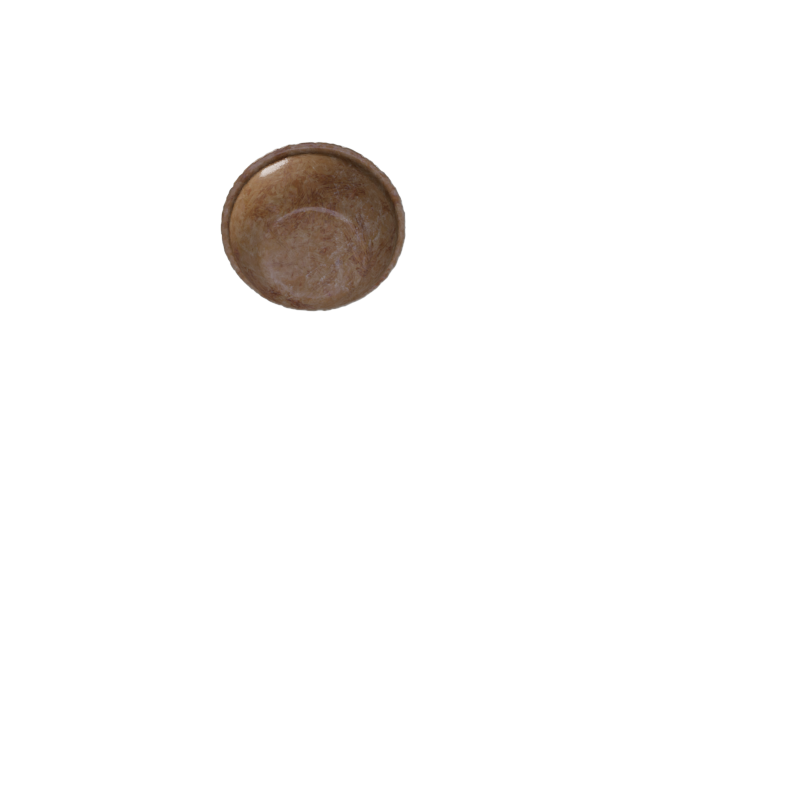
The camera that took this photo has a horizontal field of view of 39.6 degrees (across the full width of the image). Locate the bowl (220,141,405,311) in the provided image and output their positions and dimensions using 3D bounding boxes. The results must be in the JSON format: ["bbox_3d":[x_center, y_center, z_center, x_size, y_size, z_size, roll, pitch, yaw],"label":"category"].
[{"bbox_3d":[-0.074,-0.135,0.943,0.162,0.153,0.058,1,28,-1],"label":"bowl"}]
